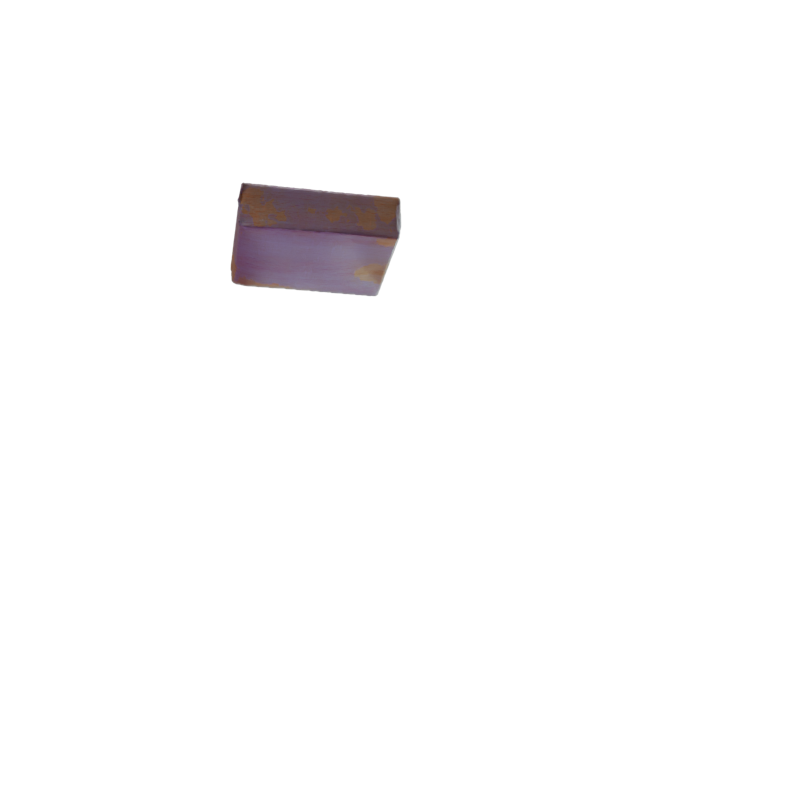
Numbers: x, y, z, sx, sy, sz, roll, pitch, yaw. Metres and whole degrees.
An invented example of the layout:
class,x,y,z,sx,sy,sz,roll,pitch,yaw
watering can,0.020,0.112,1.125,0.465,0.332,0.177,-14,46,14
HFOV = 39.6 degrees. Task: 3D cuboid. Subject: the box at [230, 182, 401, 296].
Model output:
class,x,y,z,sx,sy,sz,roll,pitch,yaw
box,-0.062,-0.112,0.788,0.112,0.041,0.086,3,-25,-8
